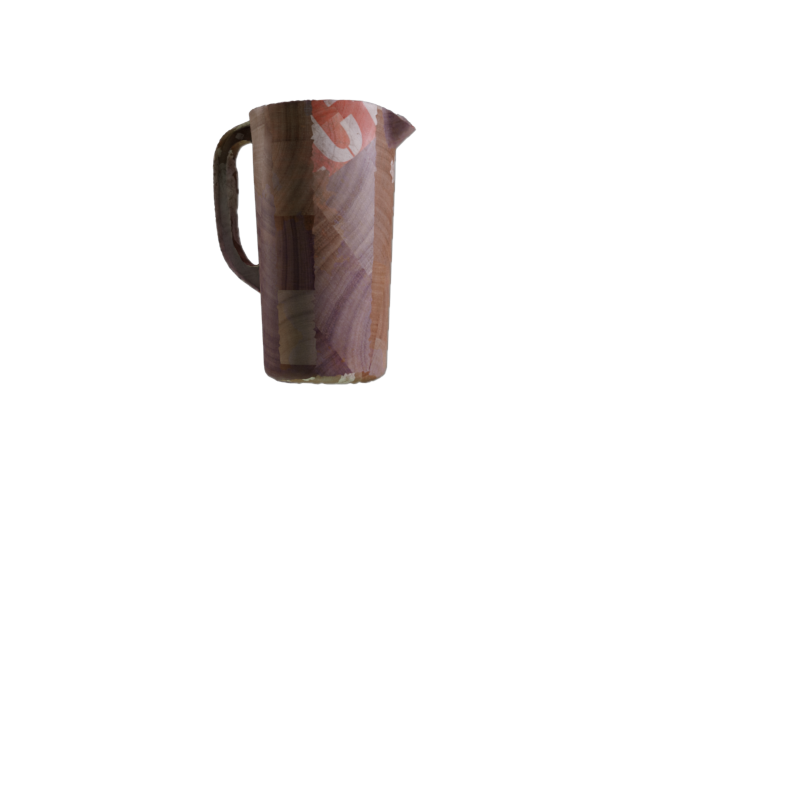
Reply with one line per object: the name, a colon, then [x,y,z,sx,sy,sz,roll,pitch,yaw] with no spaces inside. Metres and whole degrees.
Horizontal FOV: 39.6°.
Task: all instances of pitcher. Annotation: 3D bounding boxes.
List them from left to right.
pitcher: [-0.077,-0.140,0.978,0.140,0.244,0.153,0,0,-27]
